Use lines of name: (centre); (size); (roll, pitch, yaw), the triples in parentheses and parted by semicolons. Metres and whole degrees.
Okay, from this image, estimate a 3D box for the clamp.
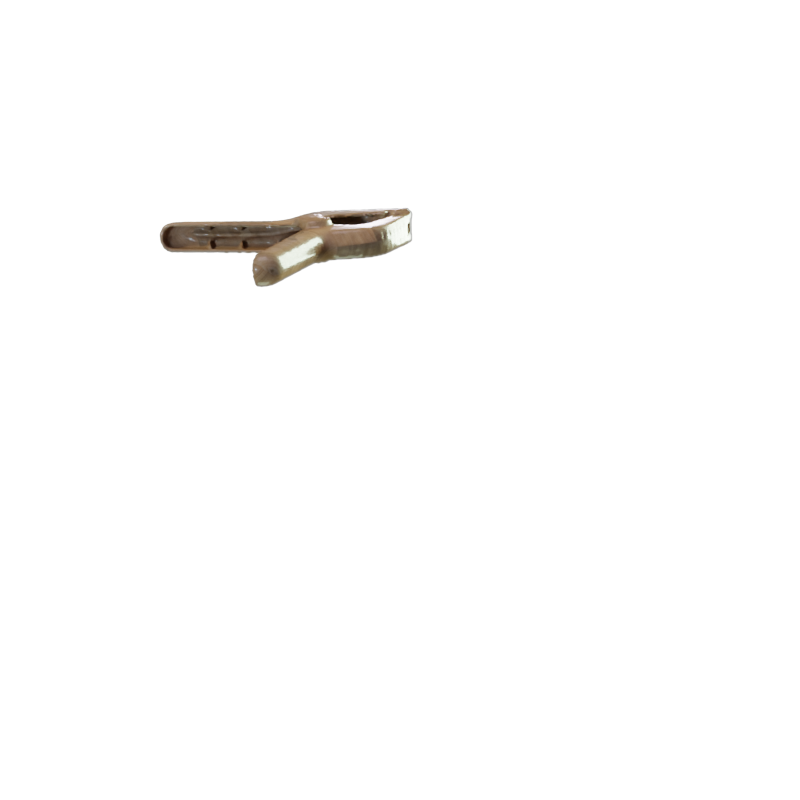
clamp: (-0.070, -0.128, 0.900); (0.205, 0.035, 0.175); (-11, 23, -27)
